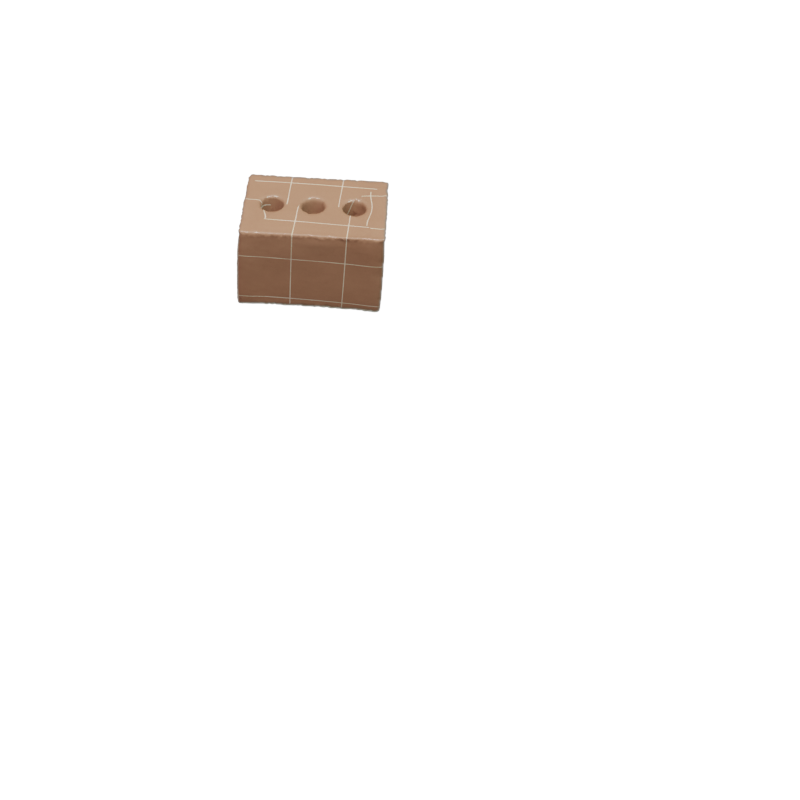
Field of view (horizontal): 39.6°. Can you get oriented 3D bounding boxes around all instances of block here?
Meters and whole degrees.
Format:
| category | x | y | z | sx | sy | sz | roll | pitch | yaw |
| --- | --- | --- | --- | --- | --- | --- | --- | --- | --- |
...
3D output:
| category | x | y | z | sx | sy | sz | roll | pitch | yaw |
| --- | --- | --- | --- | --- | --- | --- | --- | --- | --- |
| block | -0.047 | -0.085 | 0.598 | 0.078 | 0.048 | 0.056 | 3 | 44 | 2 |
